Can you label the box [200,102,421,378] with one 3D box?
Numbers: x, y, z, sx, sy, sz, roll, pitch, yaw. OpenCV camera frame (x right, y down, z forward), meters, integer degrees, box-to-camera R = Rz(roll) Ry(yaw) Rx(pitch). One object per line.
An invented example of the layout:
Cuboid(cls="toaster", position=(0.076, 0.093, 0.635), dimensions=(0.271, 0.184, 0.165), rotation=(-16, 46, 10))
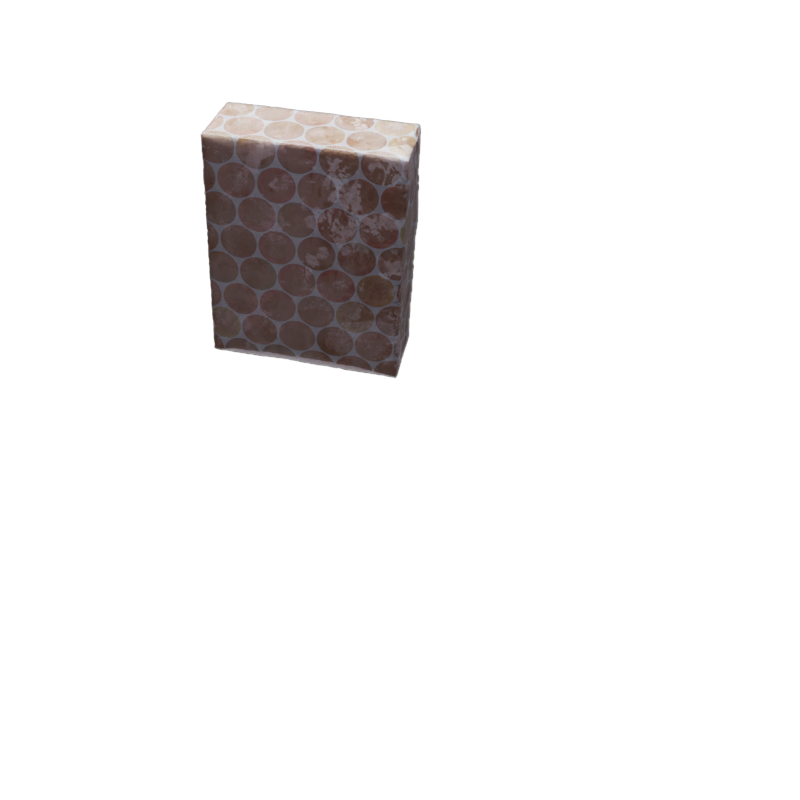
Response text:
Cuboid(cls="box", position=(-0.071, -0.130, 0.913), dimensions=(0.167, 0.200, 0.075), rotation=(10, 37, 10))
